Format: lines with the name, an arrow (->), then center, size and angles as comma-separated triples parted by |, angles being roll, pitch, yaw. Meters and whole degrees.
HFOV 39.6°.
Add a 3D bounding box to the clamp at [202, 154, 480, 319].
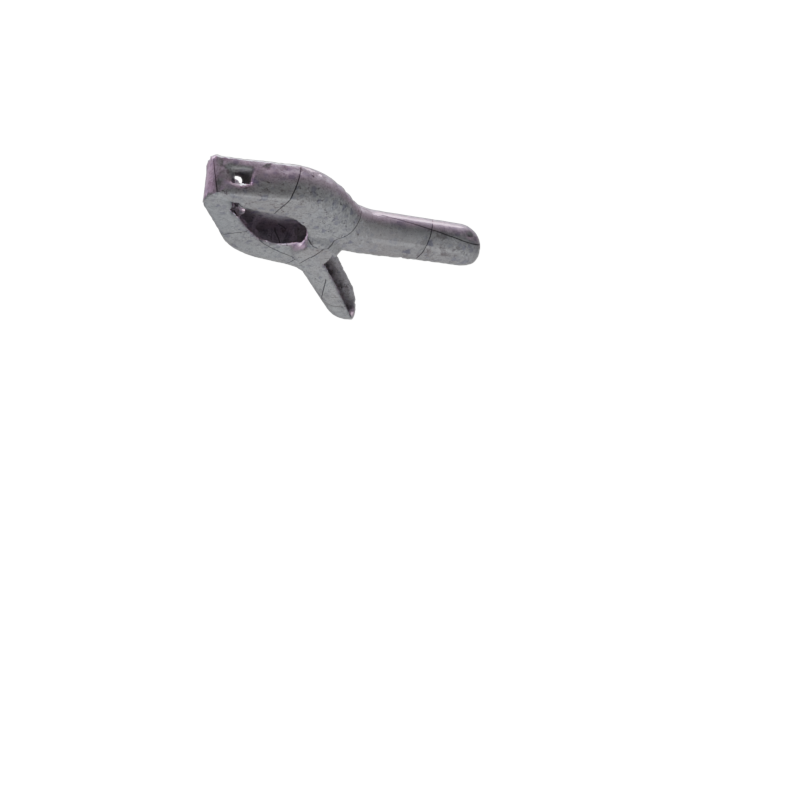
clamp -> -0.052, -0.095, 0.663 | 0.163, 0.042, 0.118 | 20, -38, -29
